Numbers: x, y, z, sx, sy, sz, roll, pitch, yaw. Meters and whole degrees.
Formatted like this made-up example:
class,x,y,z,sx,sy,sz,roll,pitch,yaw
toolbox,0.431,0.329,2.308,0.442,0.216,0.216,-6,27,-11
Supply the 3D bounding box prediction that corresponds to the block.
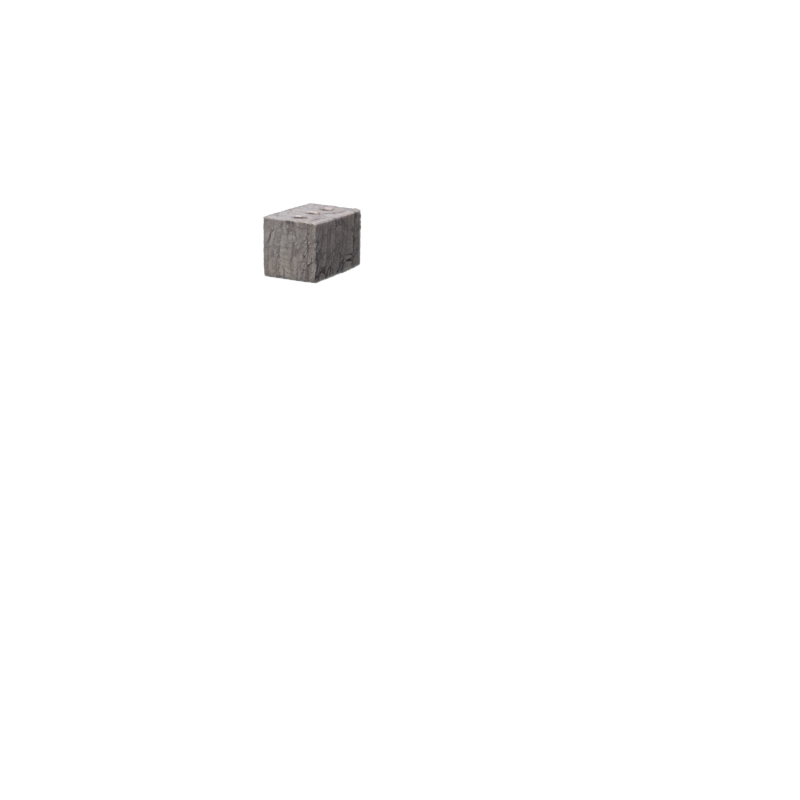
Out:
class,x,y,z,sx,sy,sz,roll,pitch,yaw
block,-0.073,-0.134,0.938,0.055,0.049,0.078,9,19,26
